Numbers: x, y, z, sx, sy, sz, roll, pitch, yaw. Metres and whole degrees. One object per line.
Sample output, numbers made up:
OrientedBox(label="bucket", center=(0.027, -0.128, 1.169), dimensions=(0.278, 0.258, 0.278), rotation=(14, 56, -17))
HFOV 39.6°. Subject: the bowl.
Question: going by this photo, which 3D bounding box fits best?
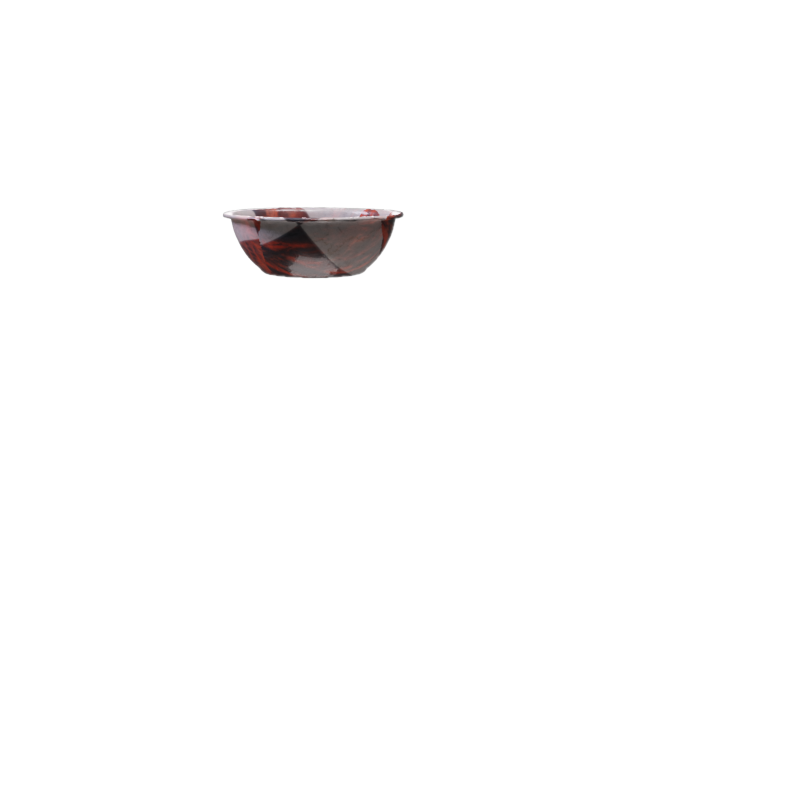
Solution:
OrientedBox(label="bowl", center=(-0.078, -0.142, 0.994), dimensions=(0.162, 0.054, 0.166), rotation=(0, 13, -2))
